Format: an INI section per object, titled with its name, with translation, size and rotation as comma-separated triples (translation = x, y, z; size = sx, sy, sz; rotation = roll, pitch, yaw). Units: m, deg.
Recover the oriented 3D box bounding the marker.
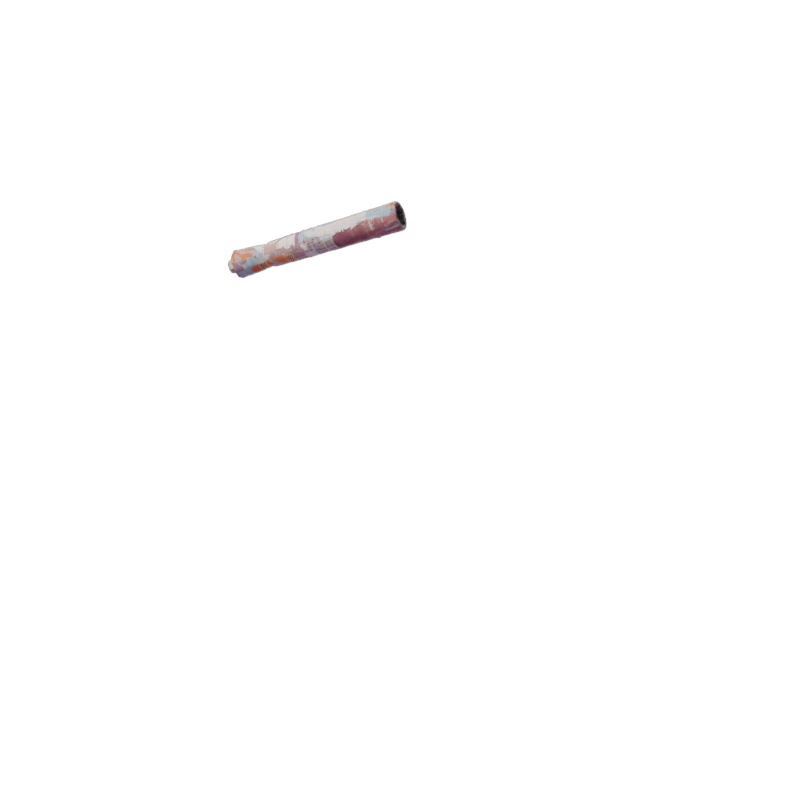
[marker]
translation = -0.055, -0.100, 0.699
size = 0.122, 0.020, 0.019
rotation = -13, -1, 22
